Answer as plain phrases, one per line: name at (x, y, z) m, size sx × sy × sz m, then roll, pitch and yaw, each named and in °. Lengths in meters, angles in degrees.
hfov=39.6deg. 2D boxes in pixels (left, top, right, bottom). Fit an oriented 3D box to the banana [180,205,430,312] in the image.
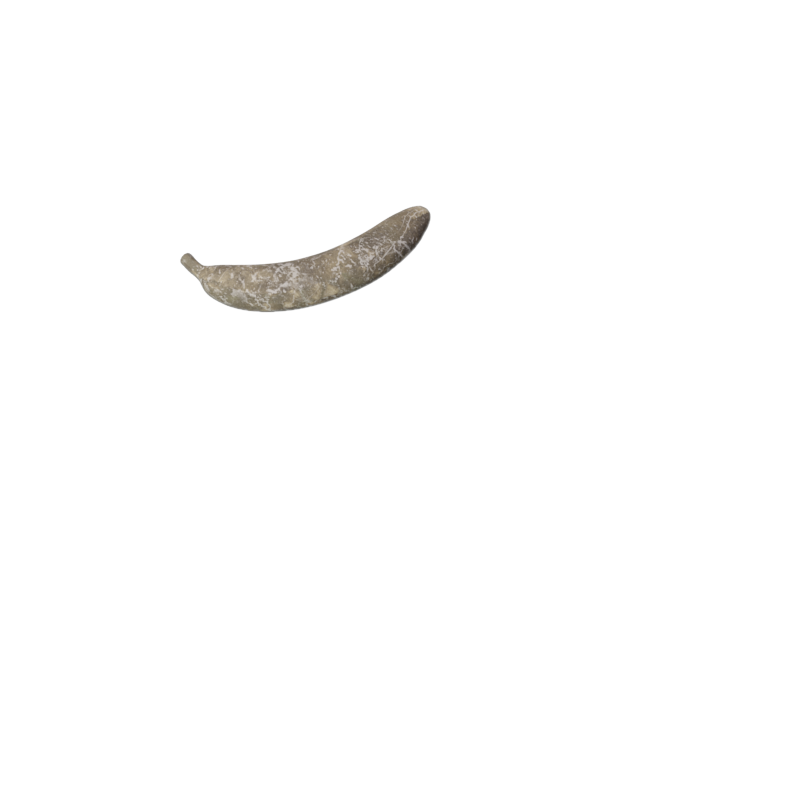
banana at (-0.066, -0.104, 0.843) m, size 0.197 × 0.074 × 0.035 m, roll -11°, pitch -26°, yaw -6°
